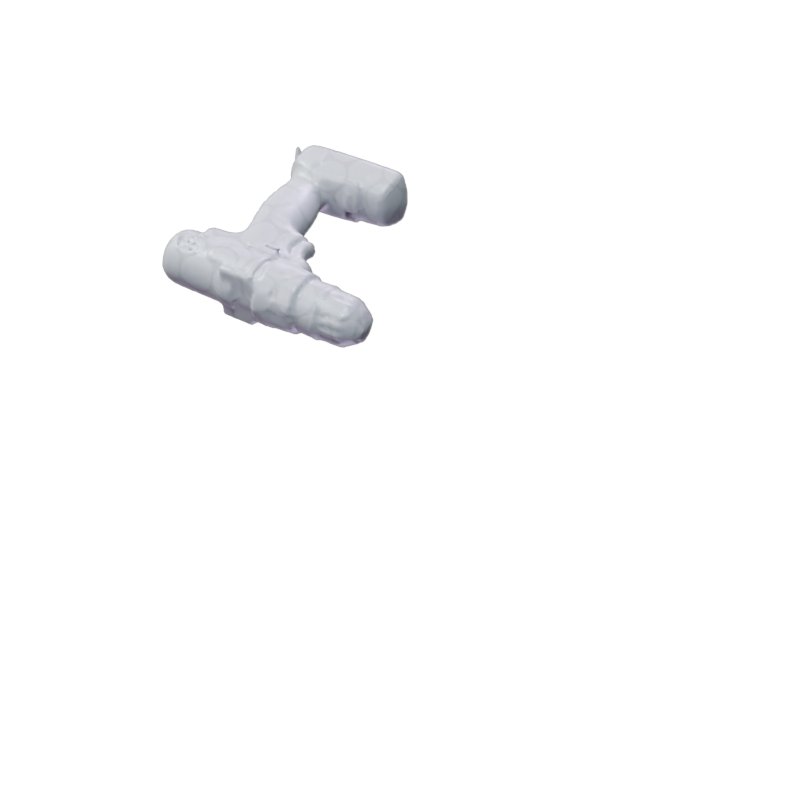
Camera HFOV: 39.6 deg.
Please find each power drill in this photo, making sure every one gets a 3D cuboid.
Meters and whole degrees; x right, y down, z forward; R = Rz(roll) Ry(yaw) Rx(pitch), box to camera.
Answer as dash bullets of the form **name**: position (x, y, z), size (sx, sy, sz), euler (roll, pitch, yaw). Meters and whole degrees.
- **power drill**: position (-0.070, -0.128, 0.896), size (0.193, 0.053, 0.192), euler (22, 46, 22)
